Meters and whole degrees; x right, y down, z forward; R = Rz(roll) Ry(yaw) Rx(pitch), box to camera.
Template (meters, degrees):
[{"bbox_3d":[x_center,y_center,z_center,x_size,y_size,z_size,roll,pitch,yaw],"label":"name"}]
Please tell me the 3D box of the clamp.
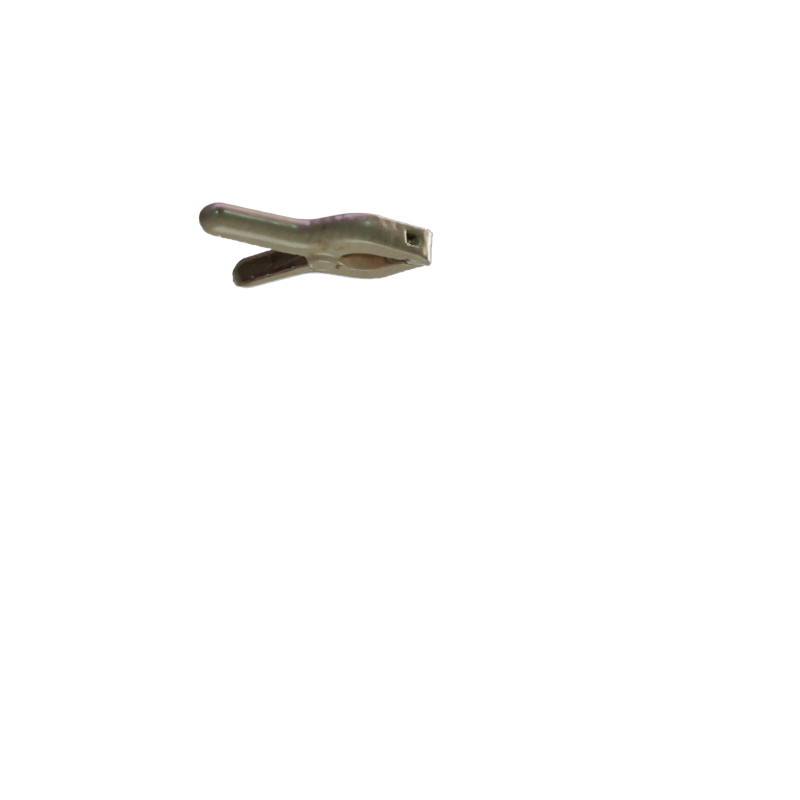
[{"bbox_3d":[-0.065,-0.119,0.830,0.174,0.041,0.113,-4,-13,16],"label":"clamp"}]
